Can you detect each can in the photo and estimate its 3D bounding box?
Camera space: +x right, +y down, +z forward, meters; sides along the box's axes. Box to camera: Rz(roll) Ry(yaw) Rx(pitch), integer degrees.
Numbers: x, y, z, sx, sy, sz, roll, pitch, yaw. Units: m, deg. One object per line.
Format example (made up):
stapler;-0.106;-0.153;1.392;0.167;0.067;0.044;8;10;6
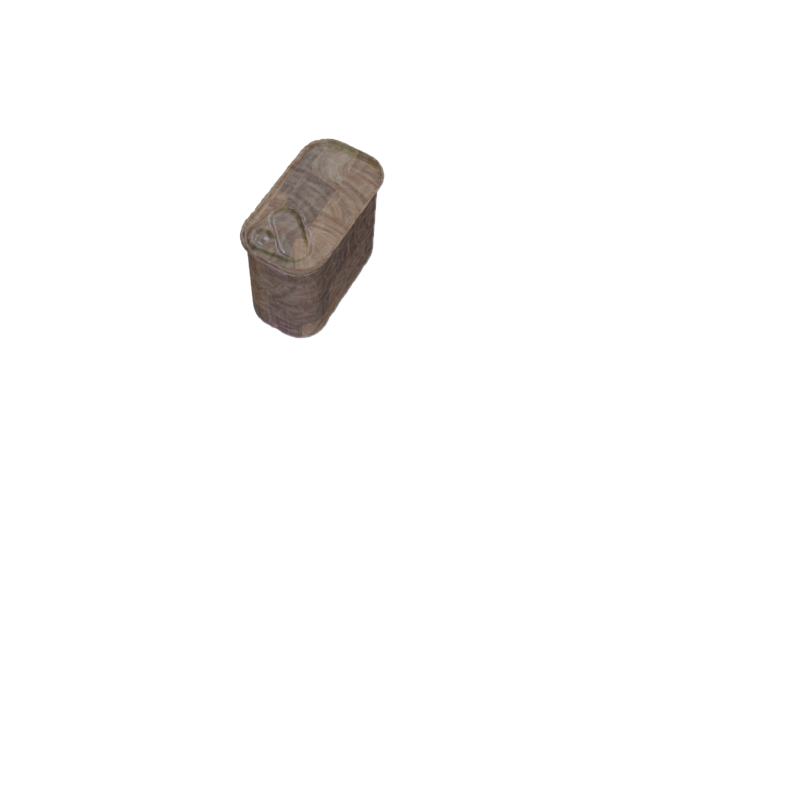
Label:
can;-0.055;-0.101;0.707;0.059;0.105;0.079;26;-28;12
